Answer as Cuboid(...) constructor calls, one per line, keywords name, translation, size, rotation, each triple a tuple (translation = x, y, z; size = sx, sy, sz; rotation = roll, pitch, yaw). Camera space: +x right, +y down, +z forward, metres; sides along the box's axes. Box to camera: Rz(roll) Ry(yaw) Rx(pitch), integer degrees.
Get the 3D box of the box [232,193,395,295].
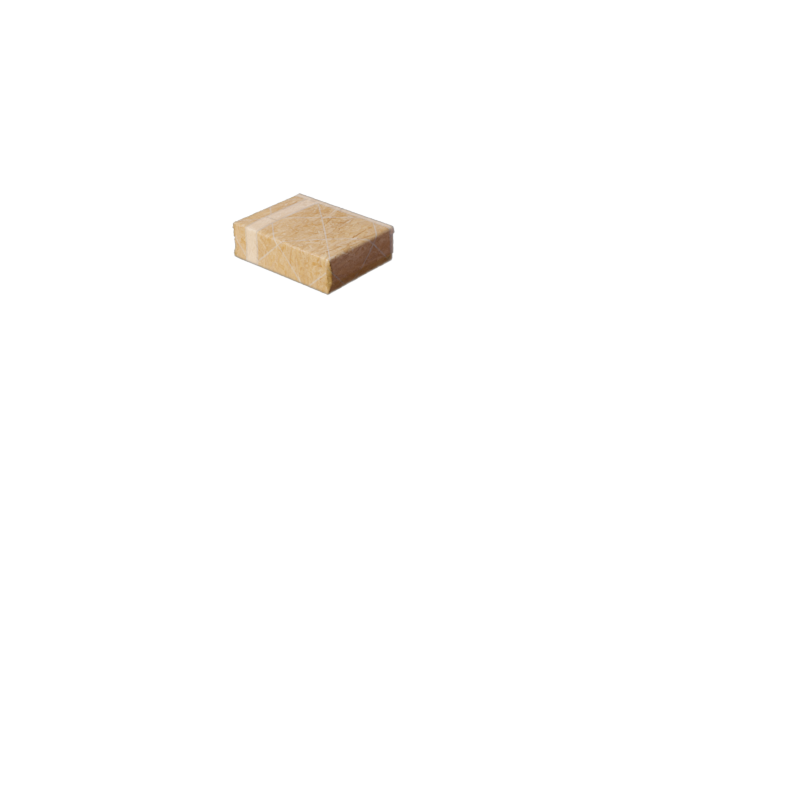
Cuboid(name="box", translation=(-0.076, -0.138, 0.966), size=(0.120, 0.037, 0.090), rotation=(22, 36, 33))
